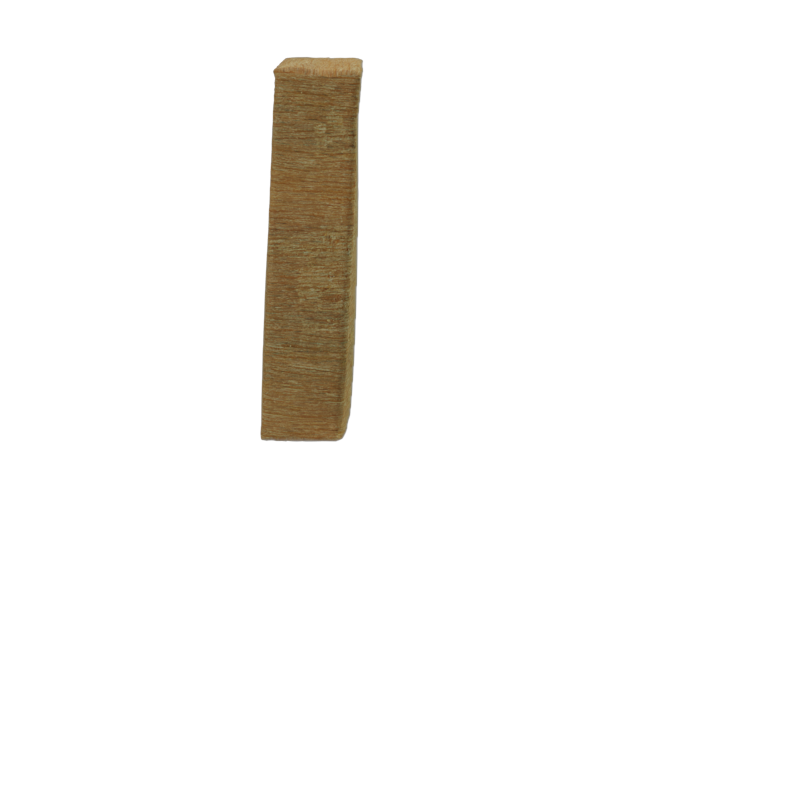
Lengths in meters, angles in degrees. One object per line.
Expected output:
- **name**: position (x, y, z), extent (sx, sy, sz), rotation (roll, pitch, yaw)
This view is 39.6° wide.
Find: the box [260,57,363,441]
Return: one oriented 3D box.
- **box**: position (-0.043, -0.078, 0.545), extent (0.048, 0.171, 0.096), rotation (1, 14, -1)
